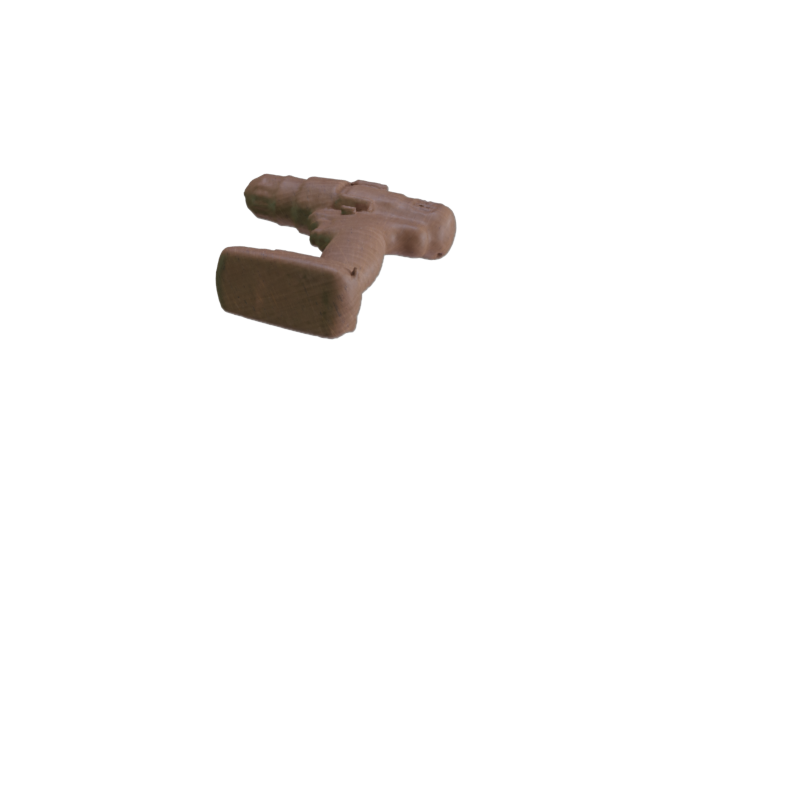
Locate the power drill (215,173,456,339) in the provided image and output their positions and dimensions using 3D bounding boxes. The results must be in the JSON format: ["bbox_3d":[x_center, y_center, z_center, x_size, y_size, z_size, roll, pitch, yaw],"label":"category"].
[{"bbox_3d":[-0.067,-0.123,0.858,0.191,0.054,0.193,12,33,19],"label":"power drill"}]
